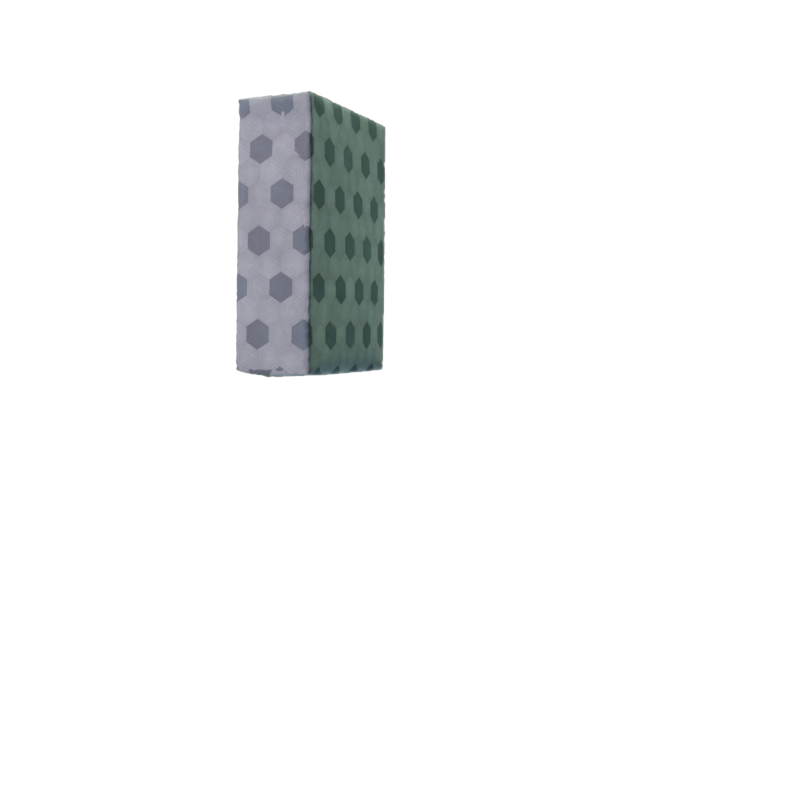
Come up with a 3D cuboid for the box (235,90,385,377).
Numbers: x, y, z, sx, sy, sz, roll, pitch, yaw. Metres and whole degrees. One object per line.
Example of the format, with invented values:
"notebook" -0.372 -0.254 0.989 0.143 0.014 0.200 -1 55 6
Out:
"box" -0.070 -0.129 0.900 0.074 0.216 0.159 -2 -2 21
